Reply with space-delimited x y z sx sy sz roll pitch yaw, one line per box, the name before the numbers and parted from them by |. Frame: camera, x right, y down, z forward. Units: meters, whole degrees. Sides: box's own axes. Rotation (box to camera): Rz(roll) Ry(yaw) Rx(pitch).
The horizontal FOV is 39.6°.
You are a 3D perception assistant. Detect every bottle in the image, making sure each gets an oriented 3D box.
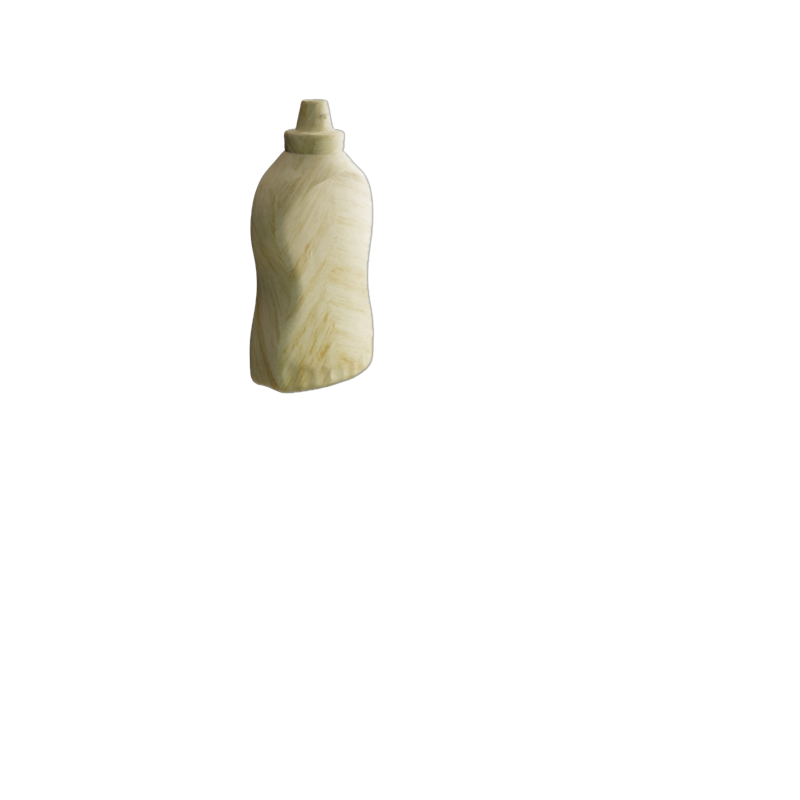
bottle | -0.059 -0.107 0.752 0.062 0.186 0.094 13 18 43
